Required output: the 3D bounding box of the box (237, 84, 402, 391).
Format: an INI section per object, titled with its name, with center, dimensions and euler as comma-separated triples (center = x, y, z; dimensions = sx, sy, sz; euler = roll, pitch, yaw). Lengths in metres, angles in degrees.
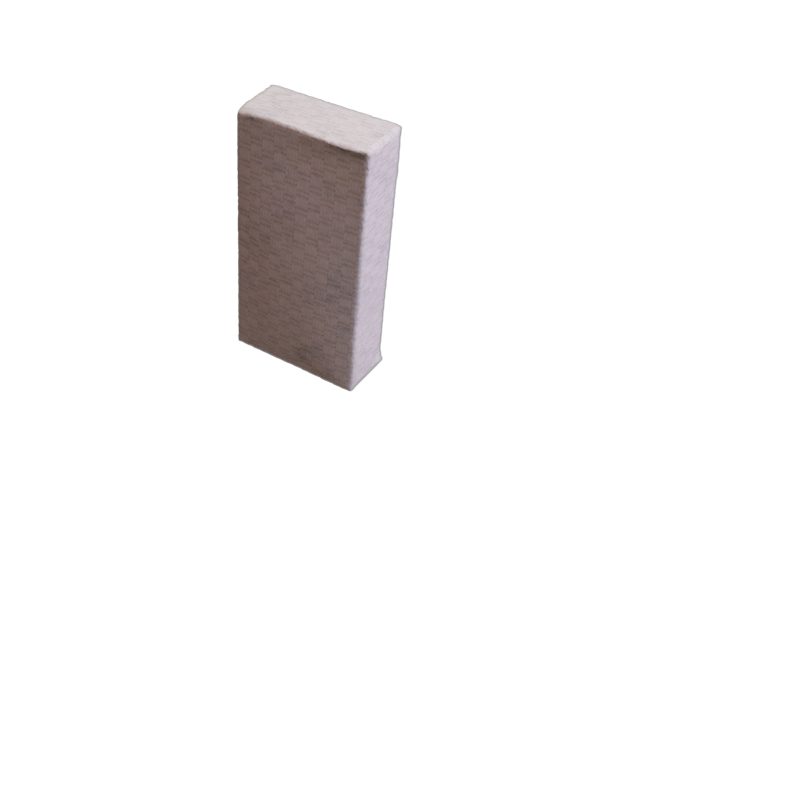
[box]
center = -0.054, -0.097, 0.683
dimensions = 0.098, 0.165, 0.049
euler = 23, 43, 23
